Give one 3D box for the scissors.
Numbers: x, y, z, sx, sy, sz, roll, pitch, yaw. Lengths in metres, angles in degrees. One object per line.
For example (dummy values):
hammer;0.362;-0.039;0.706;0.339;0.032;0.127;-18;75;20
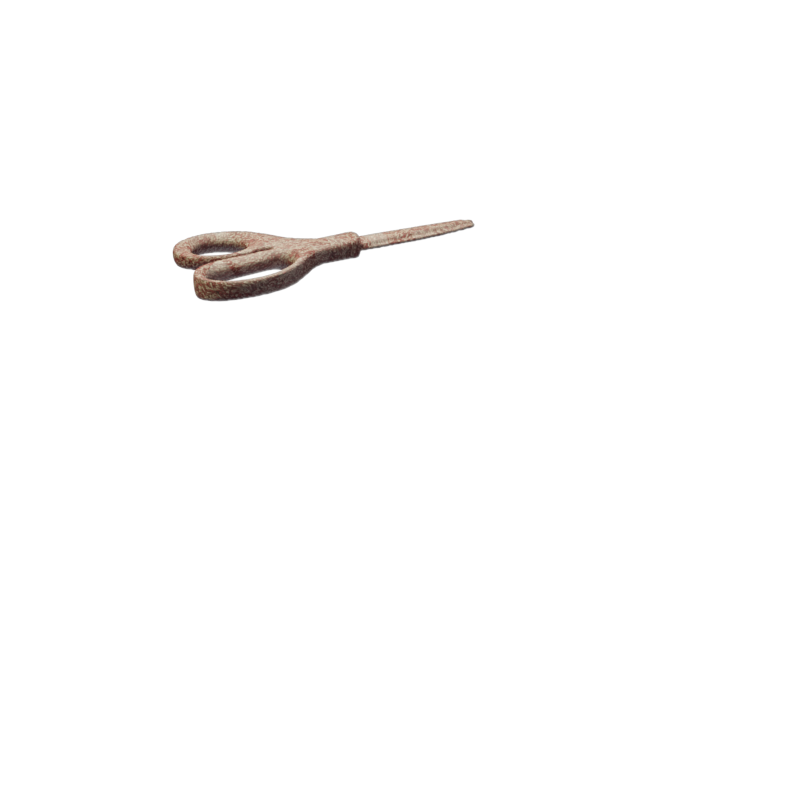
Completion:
scissors;-0.054;-0.099;0.690;0.102;0.015;0.199;23;34;38
